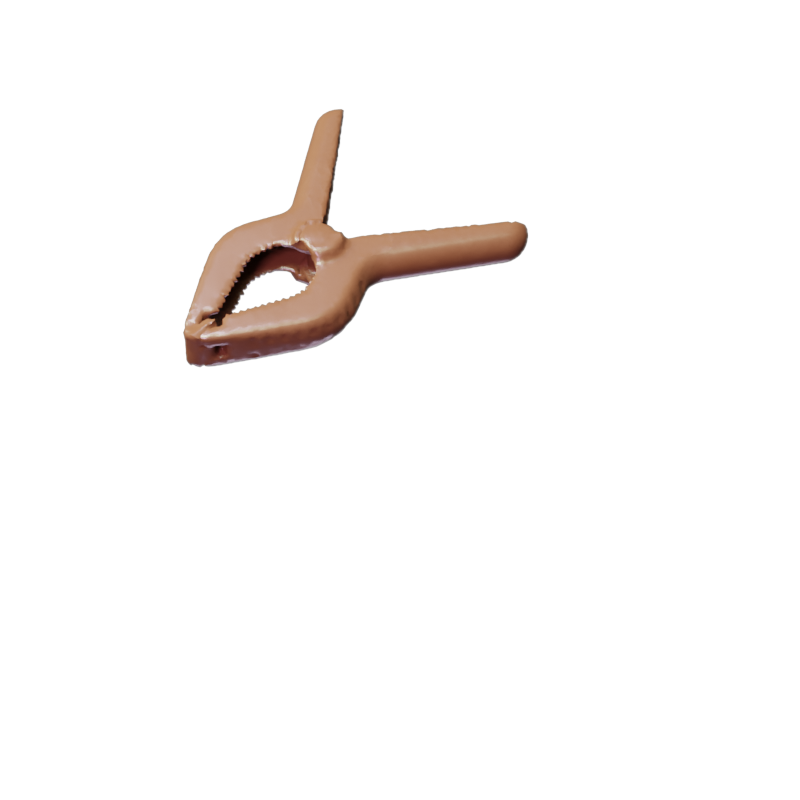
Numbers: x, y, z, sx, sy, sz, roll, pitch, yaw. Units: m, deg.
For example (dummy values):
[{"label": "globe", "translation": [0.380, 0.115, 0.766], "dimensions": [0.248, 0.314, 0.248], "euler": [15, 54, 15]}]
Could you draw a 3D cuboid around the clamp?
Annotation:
[{"label": "clamp", "translation": [-0.052, -0.094, 0.661], "dimensions": [0.211, 0.034, 0.176], "euler": [-33, 57, -25]}]
